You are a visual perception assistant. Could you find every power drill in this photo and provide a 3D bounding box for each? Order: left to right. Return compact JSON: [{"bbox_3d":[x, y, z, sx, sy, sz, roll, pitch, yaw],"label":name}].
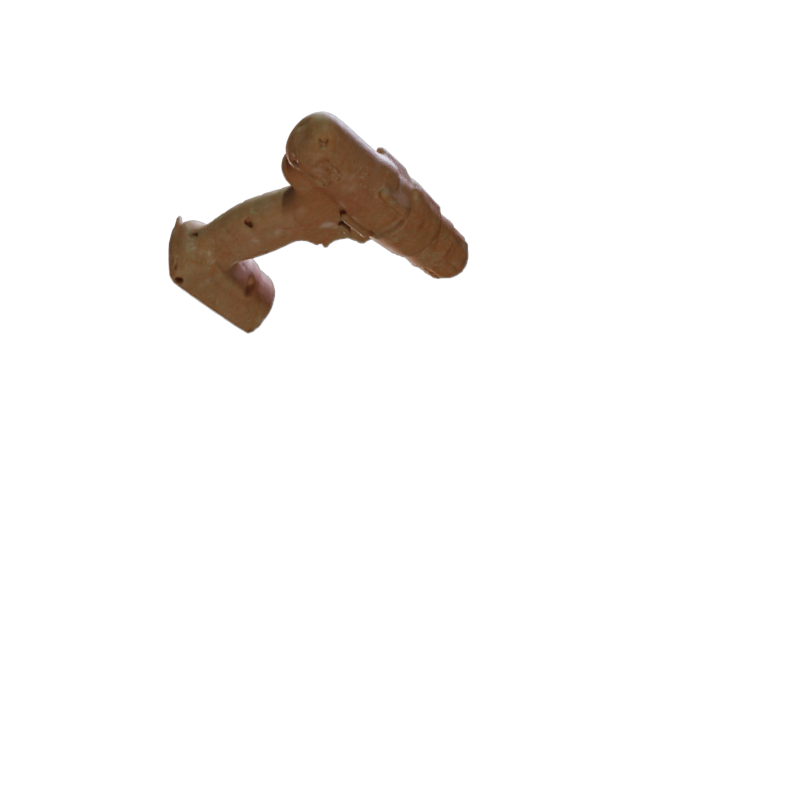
[{"bbox_3d":[-0.065,-0.118,0.829,0.188,0.062,0.172,-26,-46,28],"label":"power drill"}]
